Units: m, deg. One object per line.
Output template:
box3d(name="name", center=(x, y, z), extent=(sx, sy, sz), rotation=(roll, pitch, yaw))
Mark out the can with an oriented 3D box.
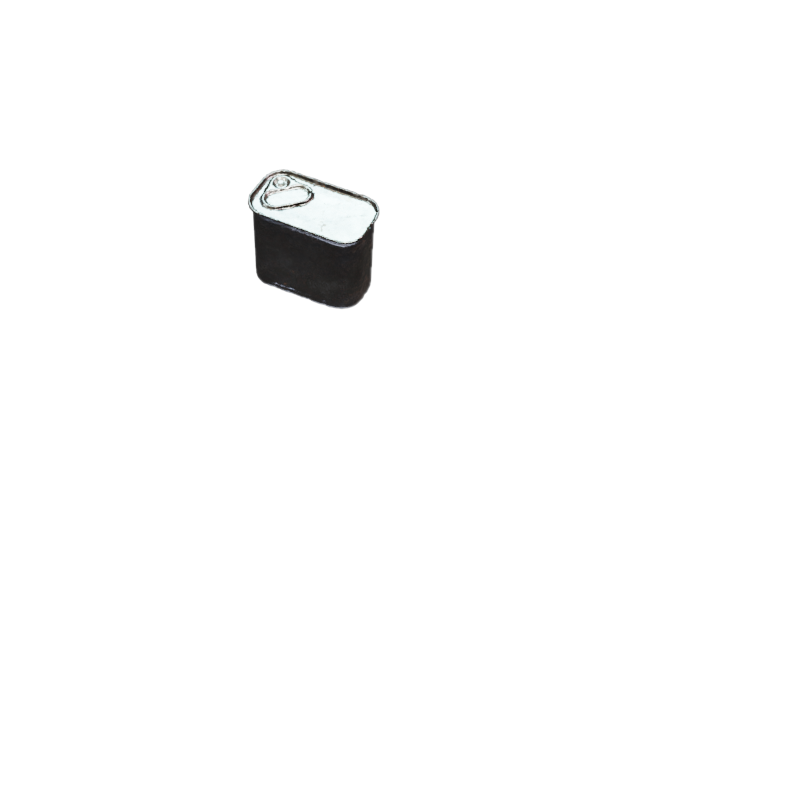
box3d(name="can", center=(-0.071, -0.128, 0.899), extent=(0.106, 0.059, 0.078), rotation=(22, -38, 16))
